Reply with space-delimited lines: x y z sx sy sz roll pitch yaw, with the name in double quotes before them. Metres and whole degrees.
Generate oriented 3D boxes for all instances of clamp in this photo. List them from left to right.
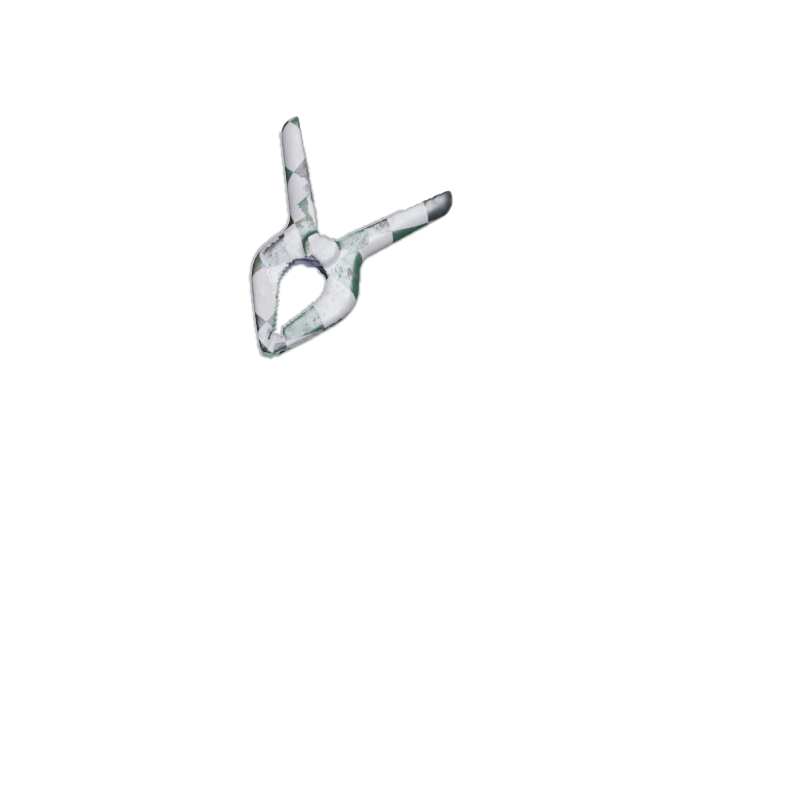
"clamp" -0.075 -0.137 0.959 0.168 0.213 0.035 32 -14 9
